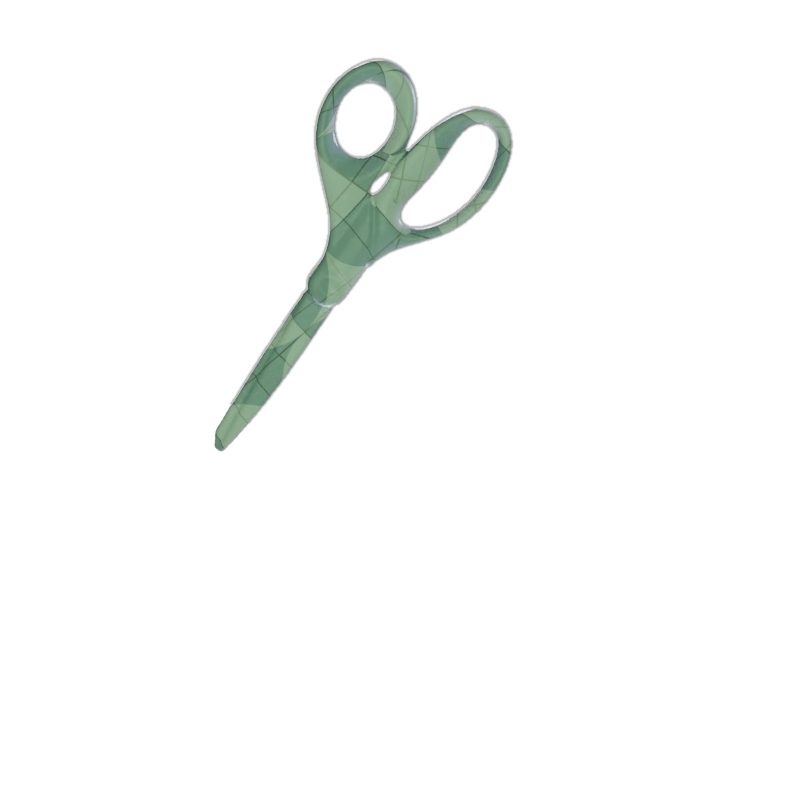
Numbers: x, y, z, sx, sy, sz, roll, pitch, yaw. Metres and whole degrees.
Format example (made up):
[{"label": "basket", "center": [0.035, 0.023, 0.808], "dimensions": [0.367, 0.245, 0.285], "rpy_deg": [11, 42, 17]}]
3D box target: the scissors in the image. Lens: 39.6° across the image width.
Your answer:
[{"label": "scissors", "center": [-0.040, -0.072, 0.507], "dimensions": [0.201, 0.094, 0.016], "rpy_deg": [-40, 9, 7]}]
